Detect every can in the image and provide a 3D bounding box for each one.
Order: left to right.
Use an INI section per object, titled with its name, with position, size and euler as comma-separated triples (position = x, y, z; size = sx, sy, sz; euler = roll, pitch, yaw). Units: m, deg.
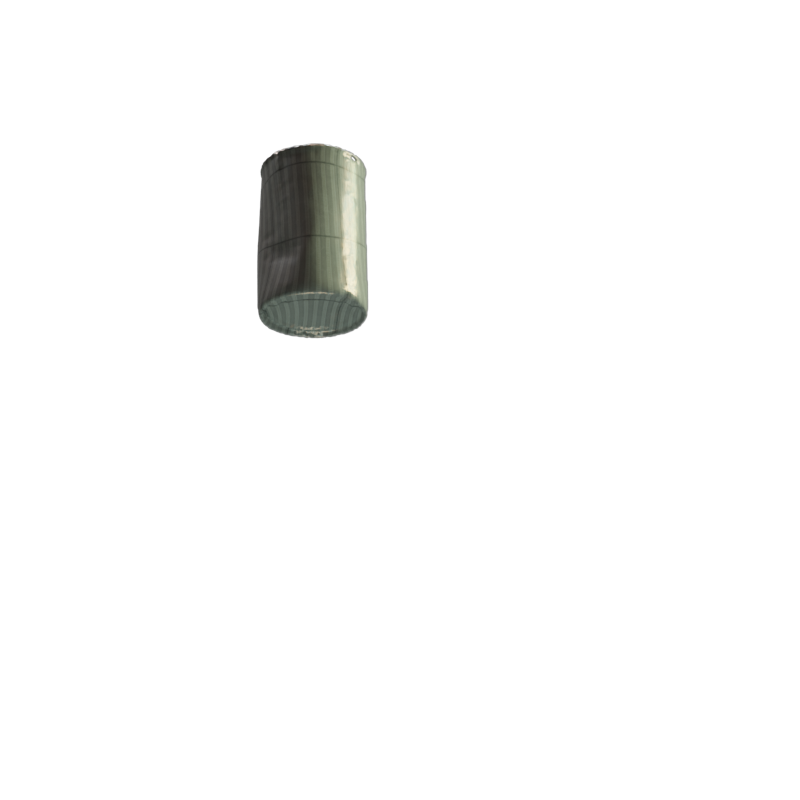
[can]
position = -0.054, -0.098, 0.684
size = 0.068, 0.108, 0.065
euler = 0, -26, -2
